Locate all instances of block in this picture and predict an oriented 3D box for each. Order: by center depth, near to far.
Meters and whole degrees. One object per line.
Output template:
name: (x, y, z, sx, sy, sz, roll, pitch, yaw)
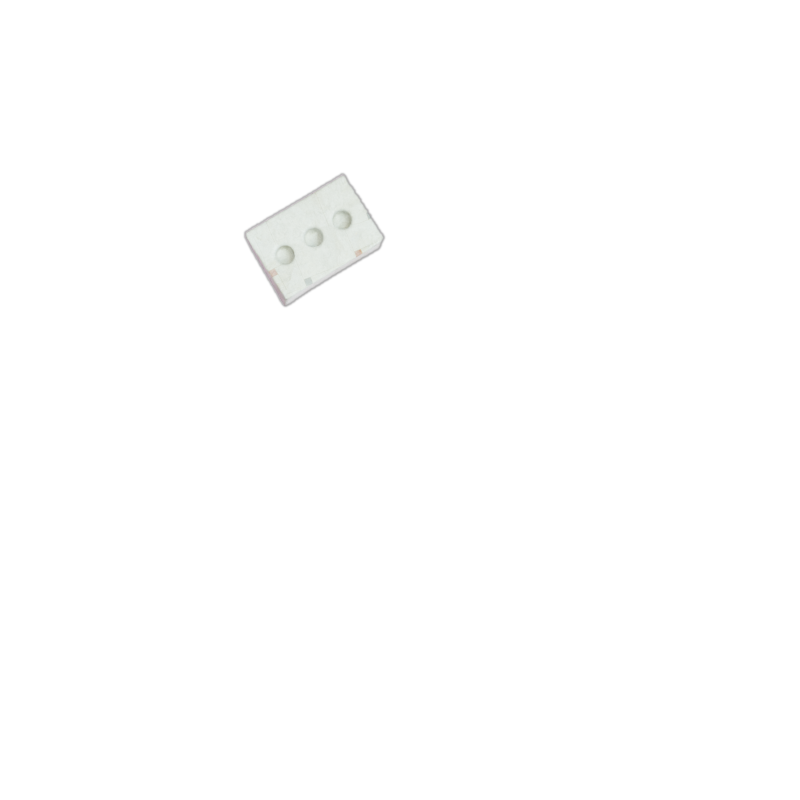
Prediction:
block: (-0.058, -0.106, 0.740, 0.078, 0.053, 0.051, -32, -2, -4)
